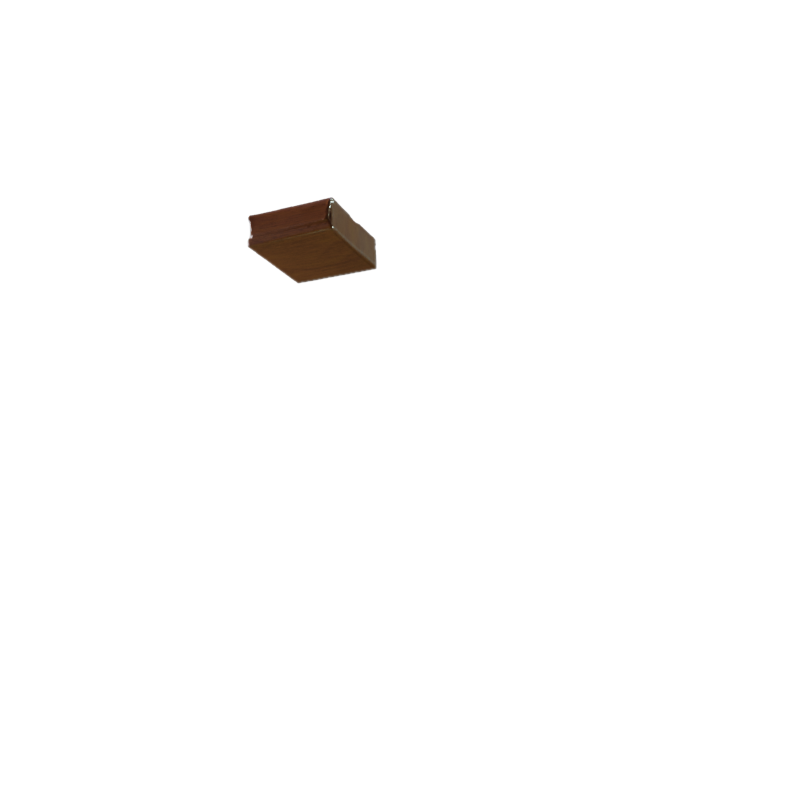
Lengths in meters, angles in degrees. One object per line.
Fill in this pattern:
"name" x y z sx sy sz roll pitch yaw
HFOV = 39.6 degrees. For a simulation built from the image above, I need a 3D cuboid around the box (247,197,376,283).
"box" -0.069 -0.126 0.882 0.074 0.032 0.083 -9 -21 23
